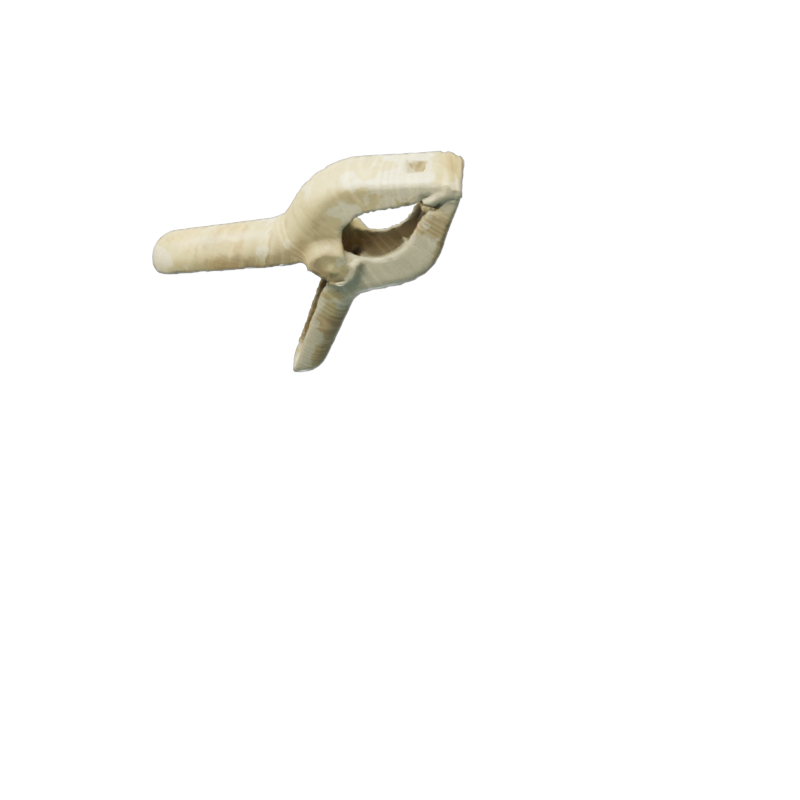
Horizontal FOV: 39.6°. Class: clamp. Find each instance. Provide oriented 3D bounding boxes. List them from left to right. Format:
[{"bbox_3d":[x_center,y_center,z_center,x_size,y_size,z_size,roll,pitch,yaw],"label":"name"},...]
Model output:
[{"bbox_3d":[-0.045,-0.082,0.572,0.114,0.042,0.169,27,-47,-29],"label":"clamp"}]
